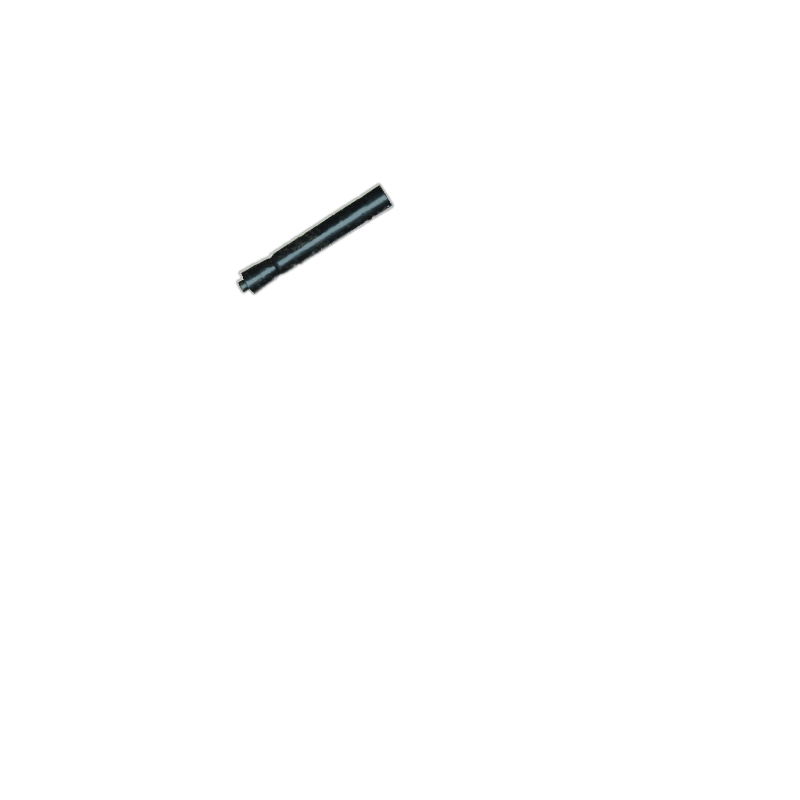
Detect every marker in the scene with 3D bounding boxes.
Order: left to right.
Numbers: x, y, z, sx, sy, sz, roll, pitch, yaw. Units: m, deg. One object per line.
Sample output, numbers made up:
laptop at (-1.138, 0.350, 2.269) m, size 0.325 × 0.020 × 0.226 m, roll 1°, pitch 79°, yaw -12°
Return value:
marker at (-0.060, -0.110, 0.770) m, size 0.121 × 0.020 × 0.020 m, roll -32°, pitch 2°, yaw 4°
